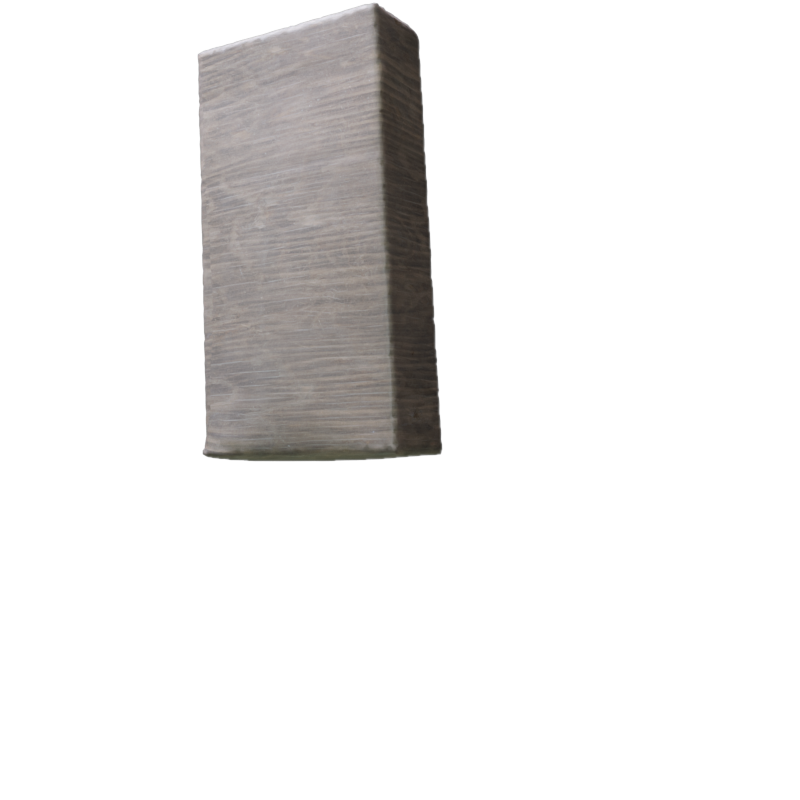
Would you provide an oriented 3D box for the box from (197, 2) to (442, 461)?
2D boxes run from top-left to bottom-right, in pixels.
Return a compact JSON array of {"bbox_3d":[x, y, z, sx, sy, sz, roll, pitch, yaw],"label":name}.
[{"bbox_3d":[-0.035,-0.065,0.456,0.096,0.182,0.045,-7,-14,30],"label":"box"}]
